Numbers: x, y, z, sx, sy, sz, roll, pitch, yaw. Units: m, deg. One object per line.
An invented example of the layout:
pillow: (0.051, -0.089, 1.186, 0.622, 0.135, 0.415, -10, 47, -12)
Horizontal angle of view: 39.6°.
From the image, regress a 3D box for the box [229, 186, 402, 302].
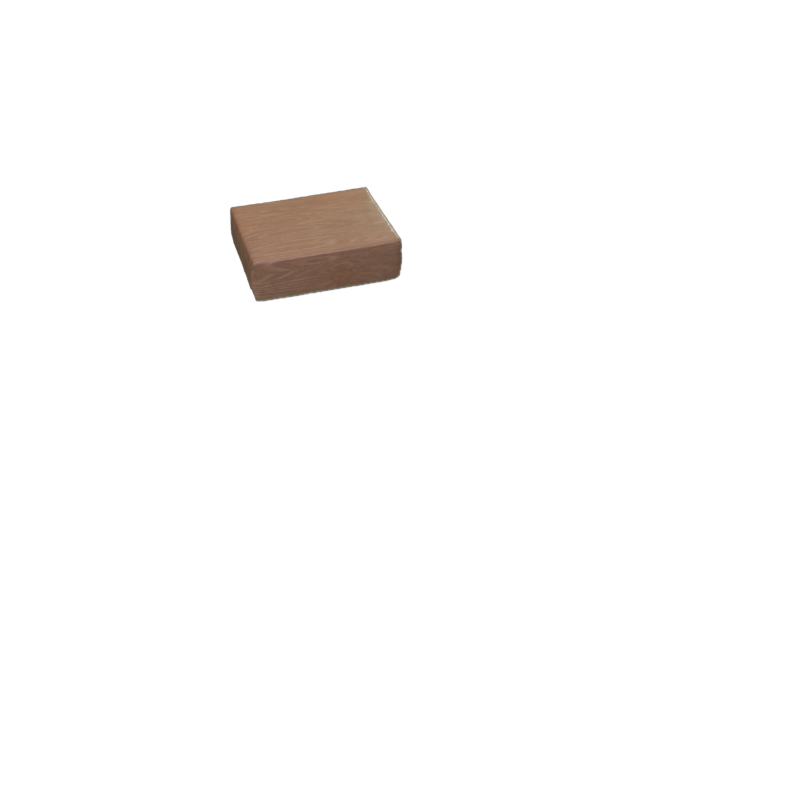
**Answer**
box: (-0.065, -0.118, 0.830, 0.112, 0.036, 0.097, -9, 37, -13)
